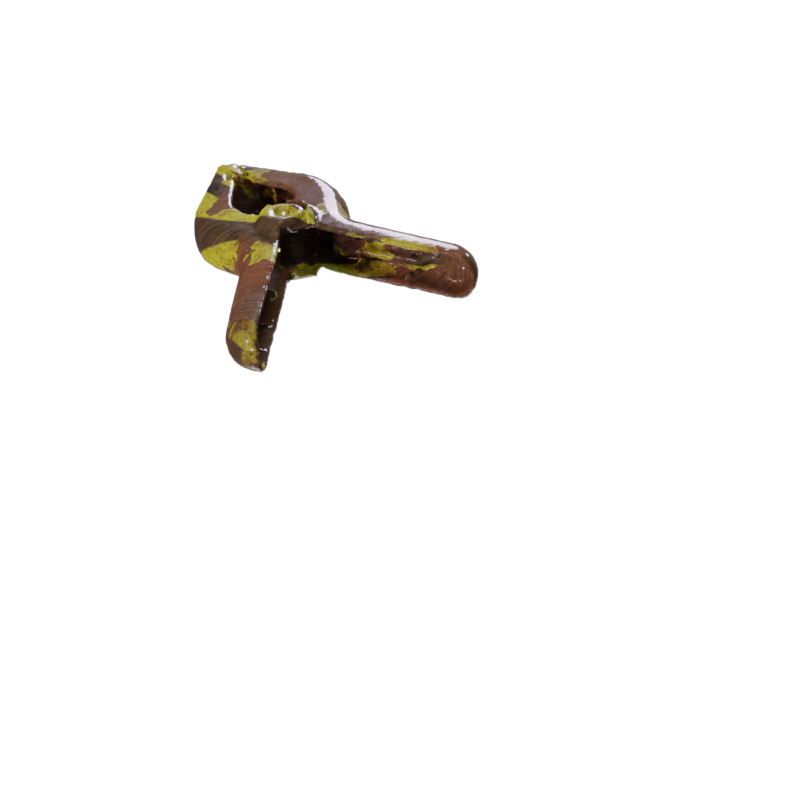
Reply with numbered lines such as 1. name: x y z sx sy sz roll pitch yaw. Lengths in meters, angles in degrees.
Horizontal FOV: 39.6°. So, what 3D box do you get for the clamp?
1. clamp: -0.043 -0.078 0.545 0.118 0.037 0.185 -11 36 -16
